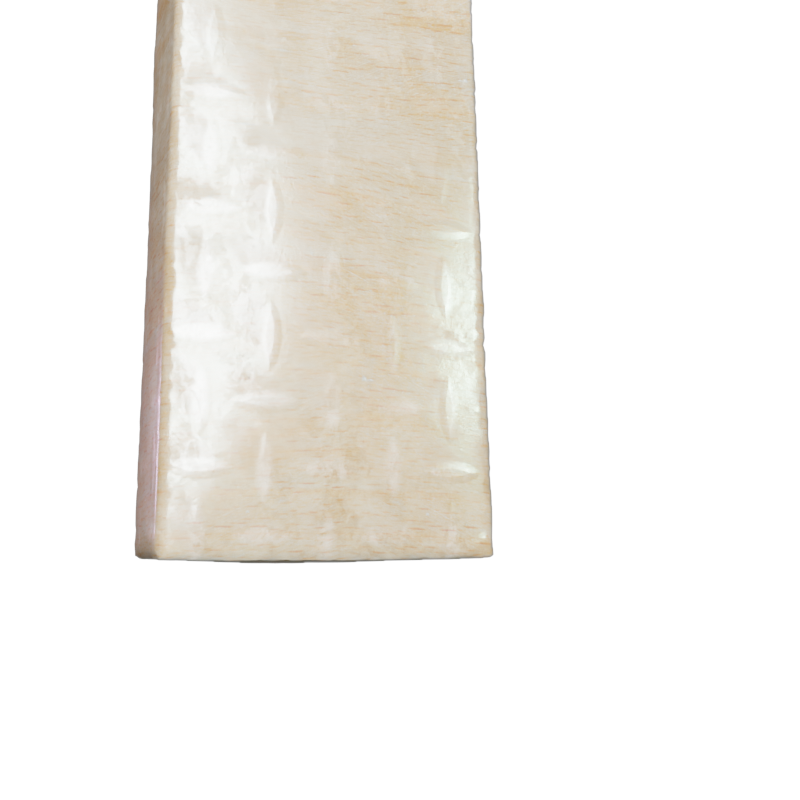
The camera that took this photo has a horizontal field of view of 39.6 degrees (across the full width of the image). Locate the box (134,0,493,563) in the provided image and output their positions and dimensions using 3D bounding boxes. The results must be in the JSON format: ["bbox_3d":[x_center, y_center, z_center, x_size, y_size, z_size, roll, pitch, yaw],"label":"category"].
[{"bbox_3d":[-0.025,-0.046,0.319,0.091,0.181,0.048,3,-12,-17],"label":"box"}]
